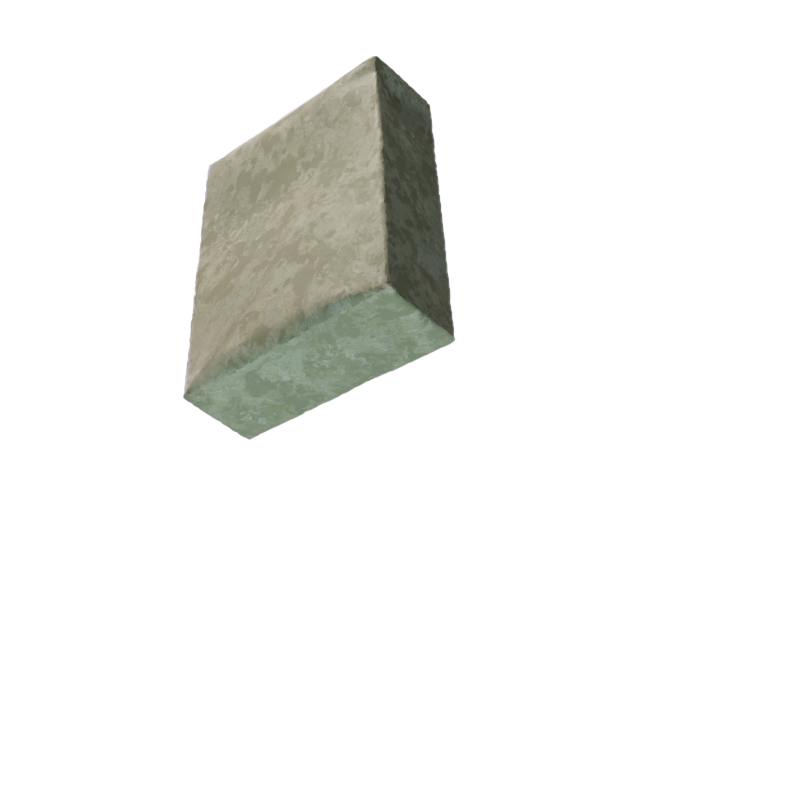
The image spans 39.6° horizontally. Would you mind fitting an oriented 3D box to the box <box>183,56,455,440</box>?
[{"bbox_3d":[-0.057,-0.104,0.729,0.164,0.229,0.067,-27,-45,27],"label":"box"}]
